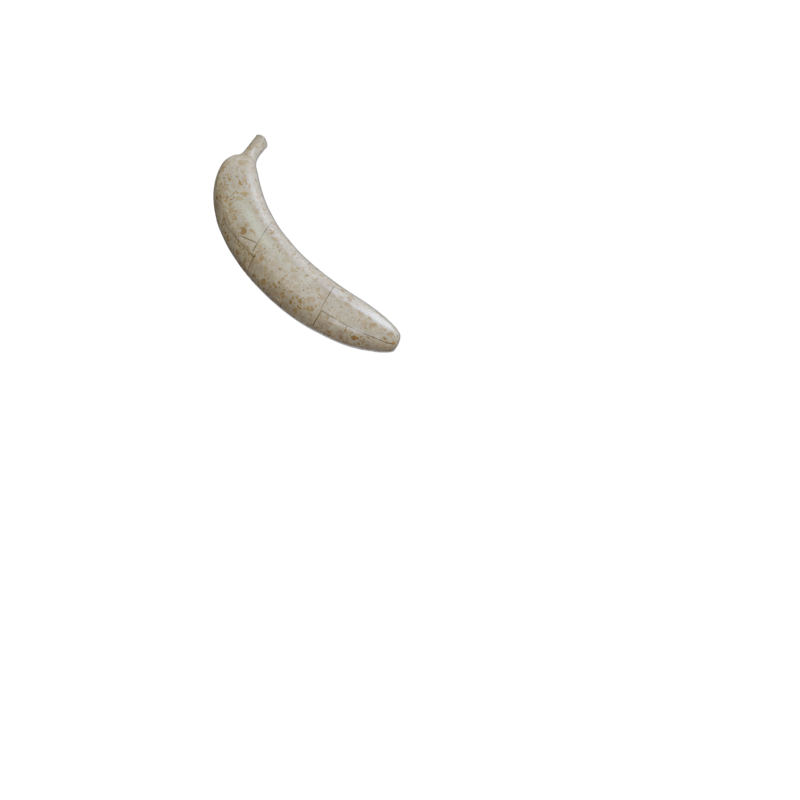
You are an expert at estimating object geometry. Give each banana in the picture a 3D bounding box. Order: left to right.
[{"bbox_3d":[-0.078,-0.104,0.764,0.069,0.210,0.035,-28,-23,-13],"label":"banana"}]
